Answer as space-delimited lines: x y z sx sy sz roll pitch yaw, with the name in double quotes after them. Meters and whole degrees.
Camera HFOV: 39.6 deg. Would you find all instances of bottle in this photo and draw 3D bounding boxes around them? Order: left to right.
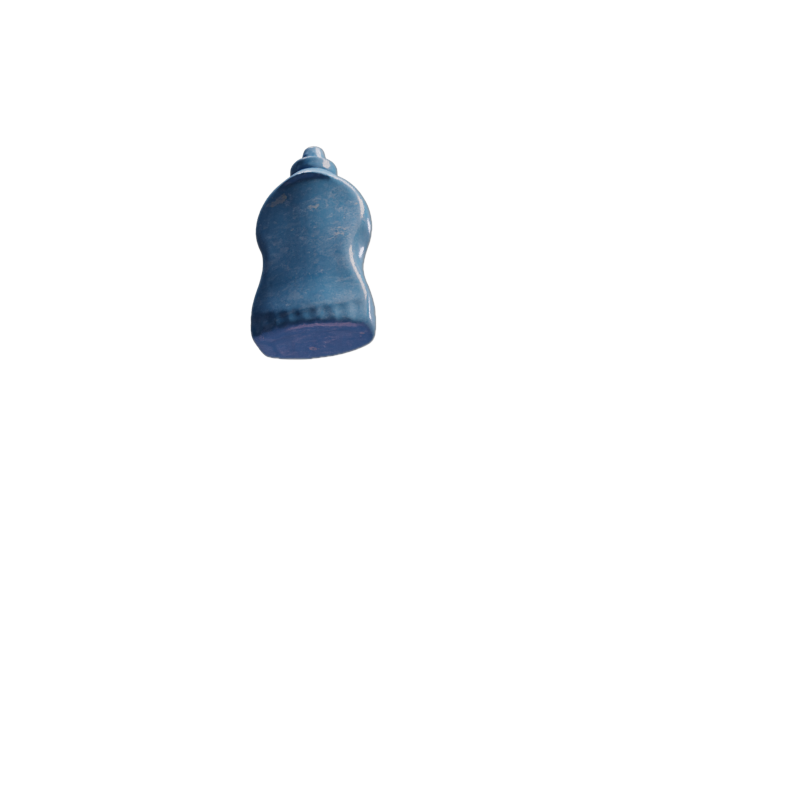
-0.071 -0.130 0.911 0.097 0.205 0.054 -10 -33 13 "bottle"
